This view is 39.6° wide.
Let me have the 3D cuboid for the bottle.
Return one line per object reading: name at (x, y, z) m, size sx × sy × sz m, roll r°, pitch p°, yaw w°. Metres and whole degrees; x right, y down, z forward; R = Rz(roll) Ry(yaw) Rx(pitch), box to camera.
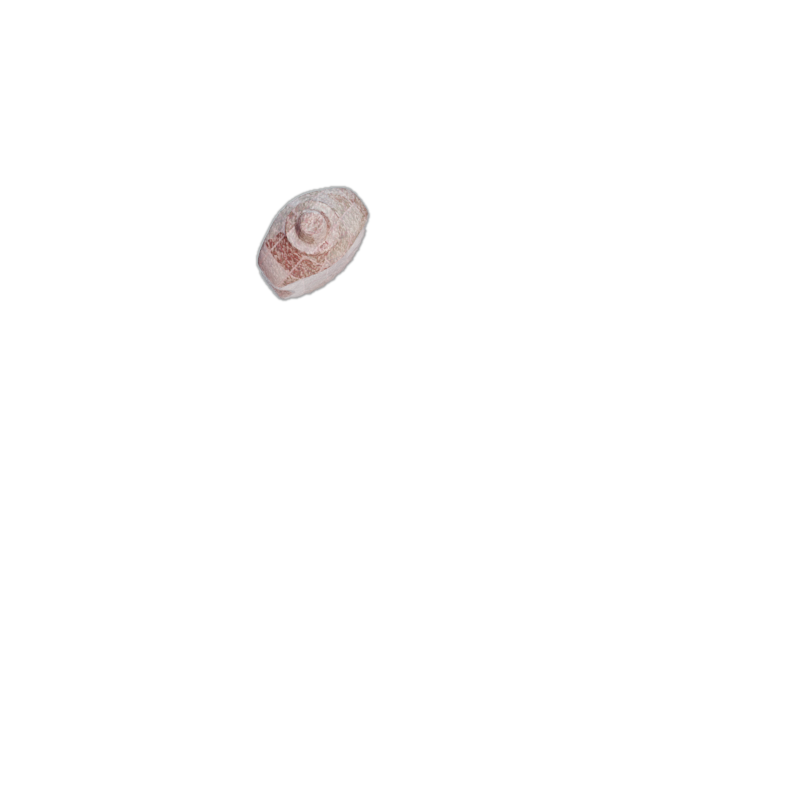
bottle at (-0.069, -0.126, 0.880) m, size 0.096 × 0.059 × 0.190 m, roll -37°, pitch 3°, yaw -3°
